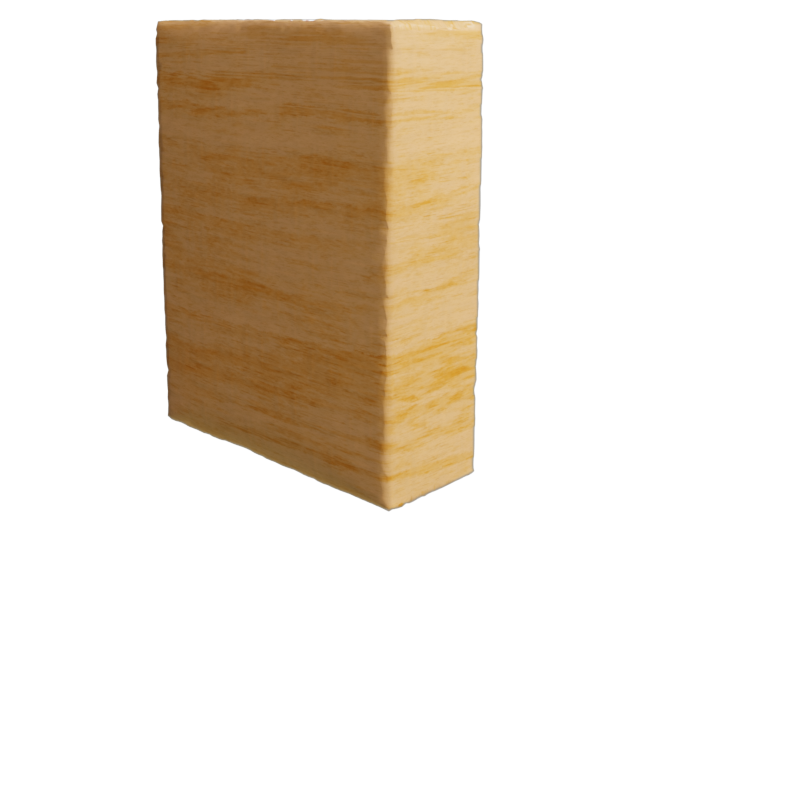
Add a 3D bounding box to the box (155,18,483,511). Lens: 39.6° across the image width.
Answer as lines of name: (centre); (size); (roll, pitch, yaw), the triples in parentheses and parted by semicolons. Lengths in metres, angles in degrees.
box: (-0.042, -0.077, 0.542); (0.173, 0.208, 0.070); (15, 19, 43)
